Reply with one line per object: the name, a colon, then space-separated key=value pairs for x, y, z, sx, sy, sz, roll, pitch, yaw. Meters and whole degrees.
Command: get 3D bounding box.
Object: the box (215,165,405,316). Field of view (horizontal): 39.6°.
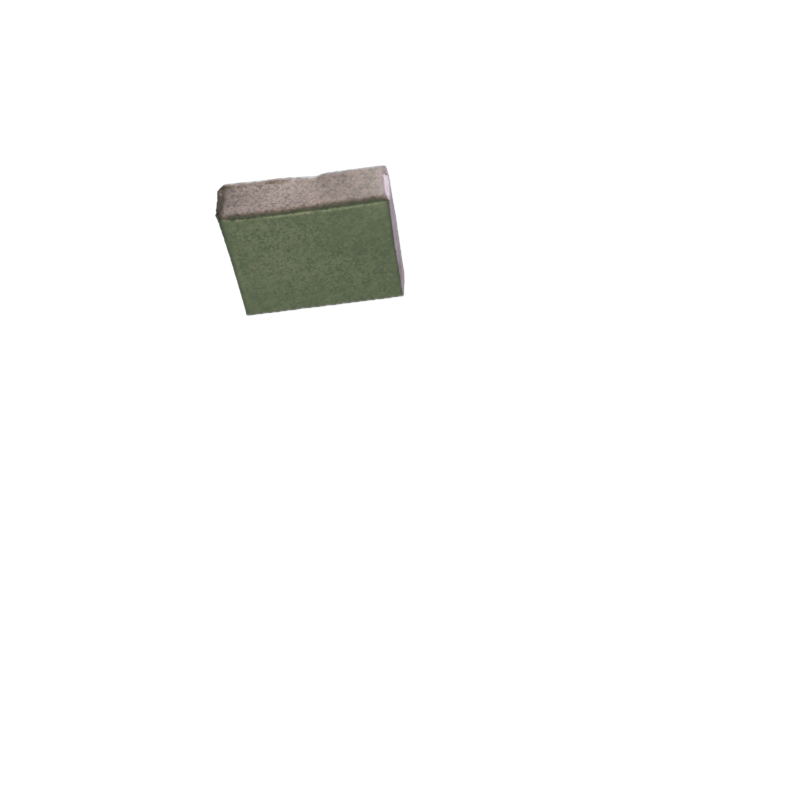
box: x=-0.046 y=-0.083 z=0.581 sx=0.090 sy=0.032 sz=0.068 roll=-6 pitch=-41 yaw=6
